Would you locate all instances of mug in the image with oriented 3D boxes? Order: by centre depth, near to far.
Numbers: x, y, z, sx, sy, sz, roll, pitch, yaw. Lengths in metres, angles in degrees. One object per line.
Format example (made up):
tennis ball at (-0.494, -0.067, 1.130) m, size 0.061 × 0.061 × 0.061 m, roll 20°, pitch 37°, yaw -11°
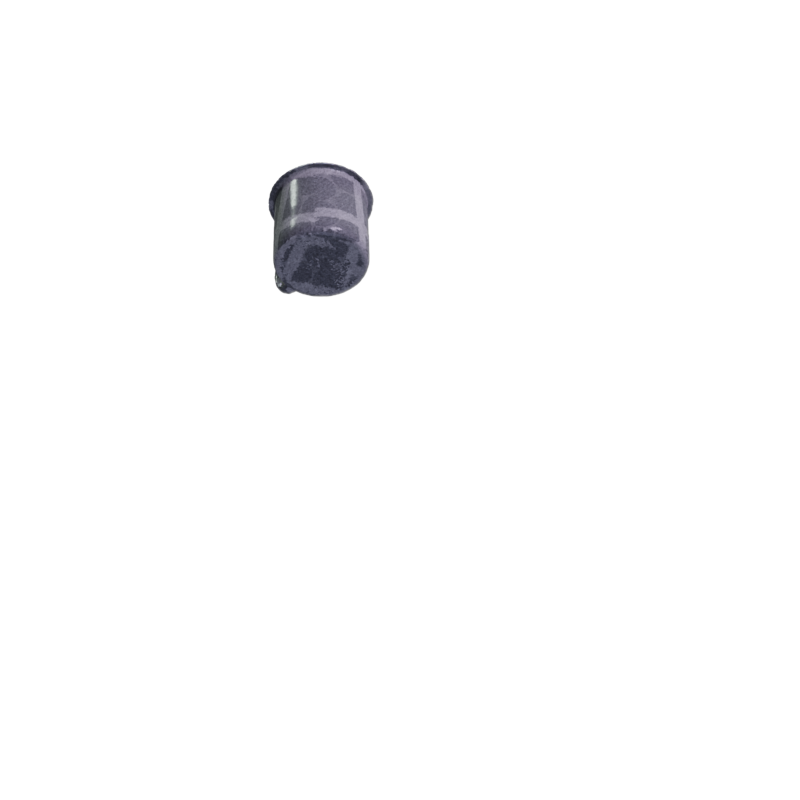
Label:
mug at (-0.075, -0.137, 0.961) m, size 0.089 × 0.088 × 0.115 m, roll 26°, pitch -50°, yaw -27°
